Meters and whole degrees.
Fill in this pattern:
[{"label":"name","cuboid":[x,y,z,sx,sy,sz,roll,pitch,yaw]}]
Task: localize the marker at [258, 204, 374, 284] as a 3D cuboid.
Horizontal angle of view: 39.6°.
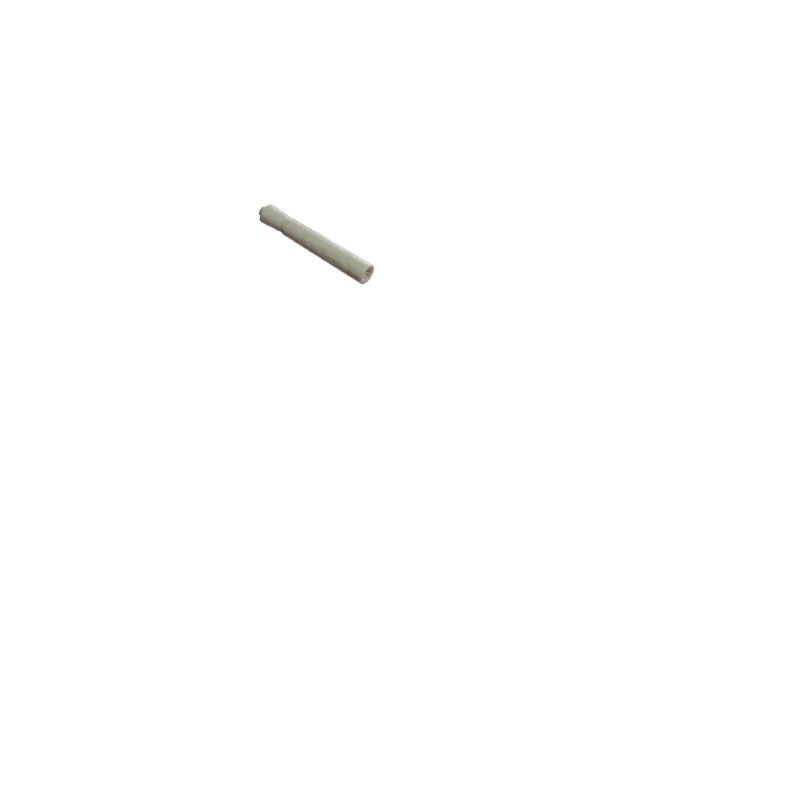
[{"label":"marker","cuboid":[-0.075,-0.137,0.960,0.128,0.019,0.019,34,19,26]}]
